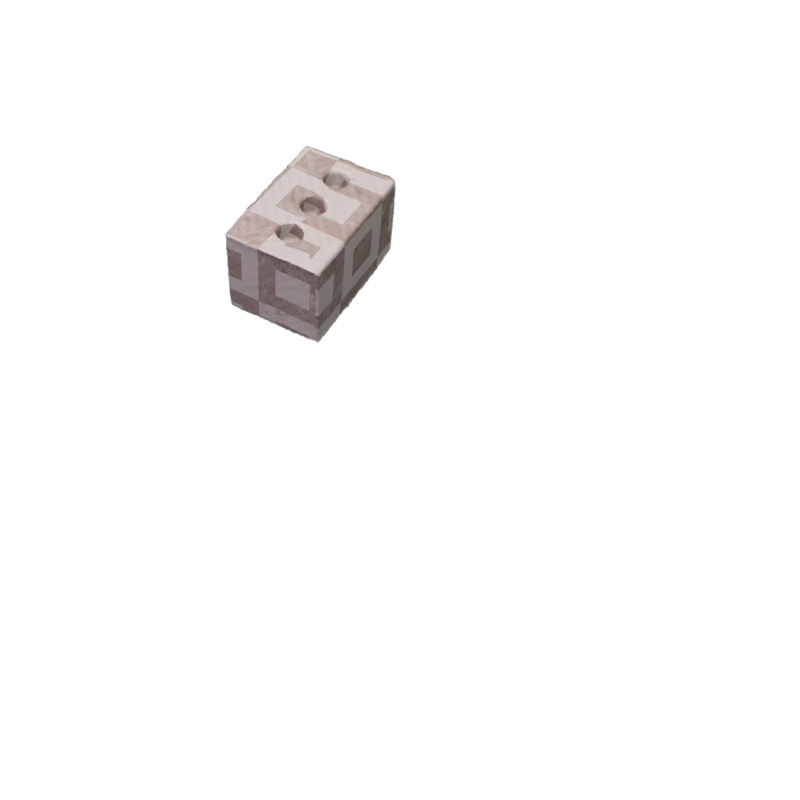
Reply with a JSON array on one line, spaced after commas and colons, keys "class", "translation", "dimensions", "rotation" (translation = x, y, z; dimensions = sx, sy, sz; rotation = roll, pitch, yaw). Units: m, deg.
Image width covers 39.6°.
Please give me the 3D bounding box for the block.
[{"class": "block", "translation": [-0.043, -0.078, 0.548], "dimensions": [0.055, 0.048, 0.080], "rotation": [22, 52, 17]}]
